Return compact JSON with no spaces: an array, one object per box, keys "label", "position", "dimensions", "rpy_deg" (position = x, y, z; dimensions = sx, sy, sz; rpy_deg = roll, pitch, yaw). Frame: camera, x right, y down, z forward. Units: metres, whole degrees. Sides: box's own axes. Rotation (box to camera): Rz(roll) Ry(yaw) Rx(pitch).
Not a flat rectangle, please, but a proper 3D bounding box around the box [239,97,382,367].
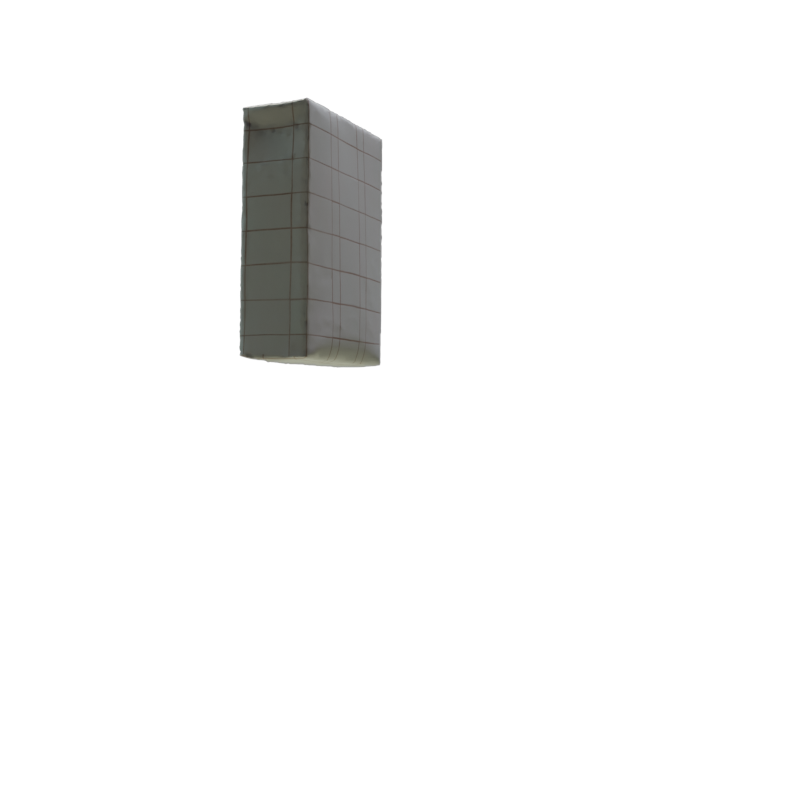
[{"label":"box","position":[-0.076,-0.138,0.967],"dimensions":[0.074,0.218,0.157],"rpy_deg":[-3,-6,22]}]
